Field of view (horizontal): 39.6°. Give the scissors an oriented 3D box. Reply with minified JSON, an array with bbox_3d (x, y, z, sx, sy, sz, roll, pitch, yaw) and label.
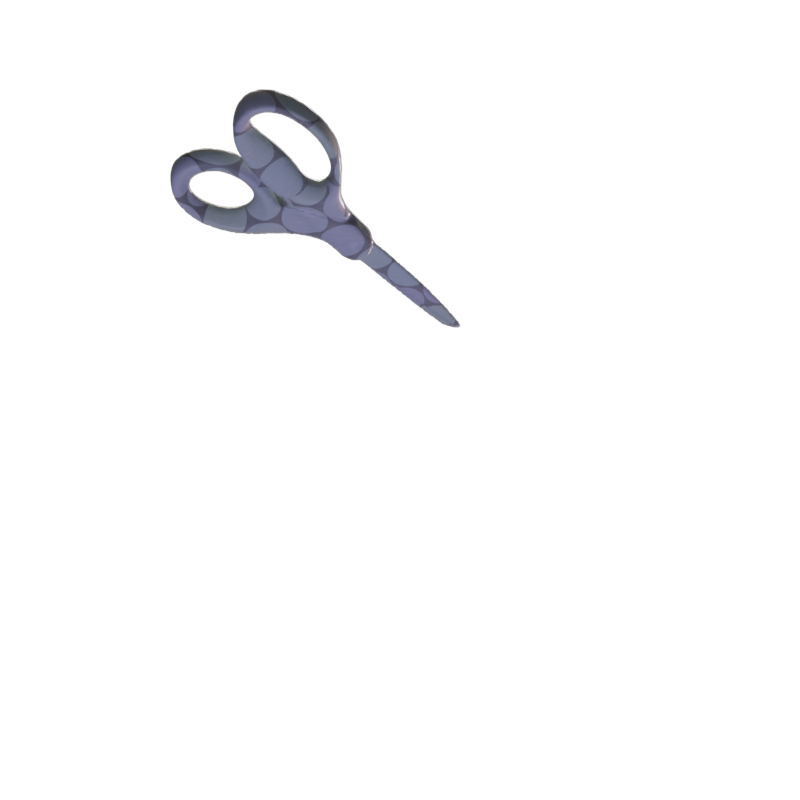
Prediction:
[{"bbox_3d":[-0.046,-0.084,0.586,0.097,0.017,0.186,-15,-40,18],"label":"scissors"}]
